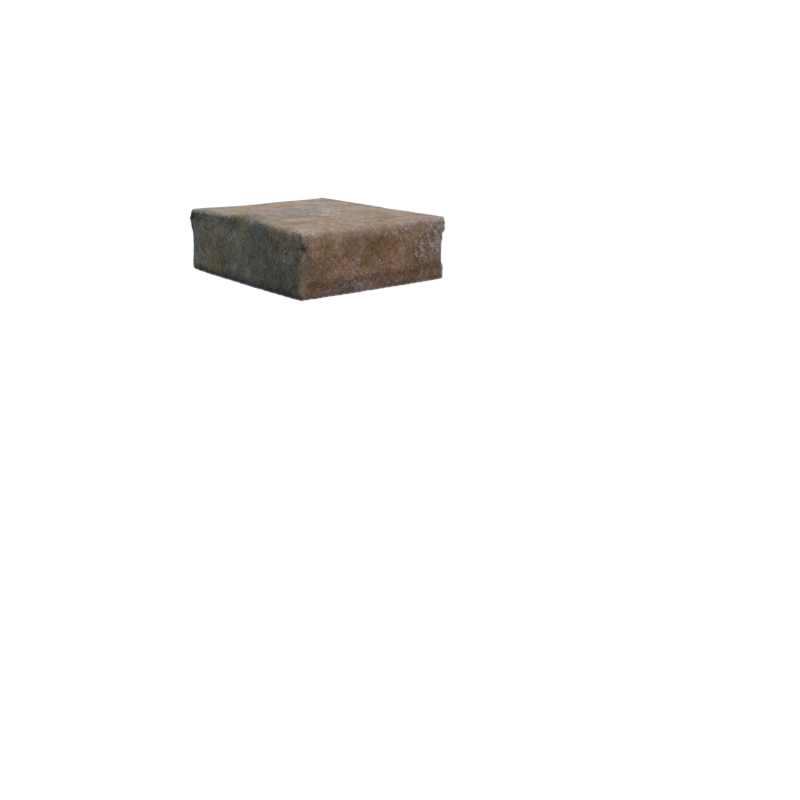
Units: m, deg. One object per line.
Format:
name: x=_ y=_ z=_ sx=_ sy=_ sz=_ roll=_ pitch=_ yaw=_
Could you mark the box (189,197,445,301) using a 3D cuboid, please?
box: x=-0.037 y=-0.068 z=0.475 sx=0.071 sy=0.029 sz=0.094 roll=-12 pitch=20 yaw=-35
